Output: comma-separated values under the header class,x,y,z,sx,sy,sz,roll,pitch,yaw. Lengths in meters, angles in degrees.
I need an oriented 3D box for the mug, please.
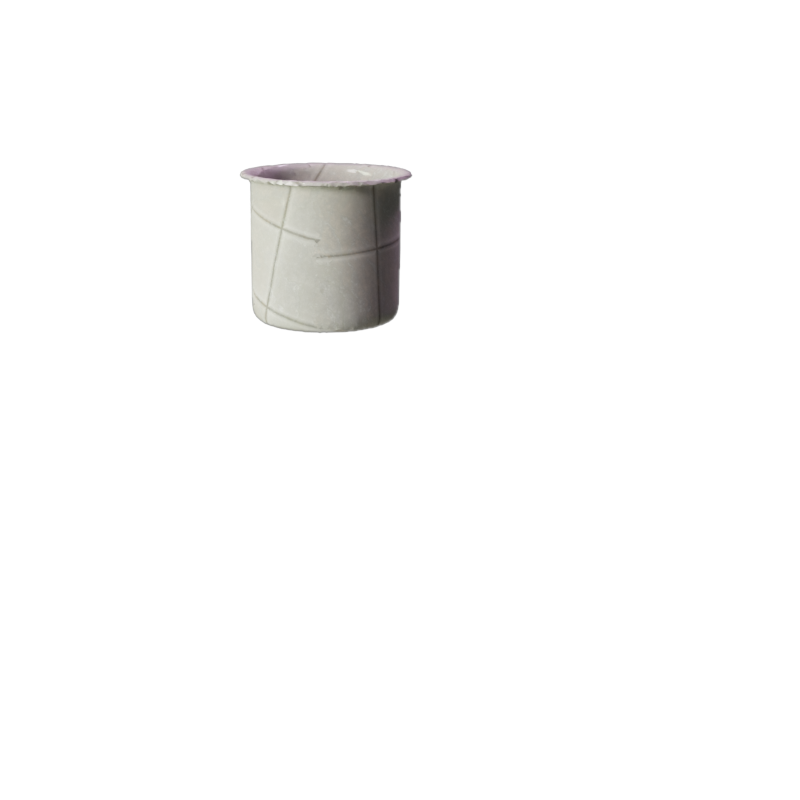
class,x,y,z,sx,sy,sz,roll,pitch,yaw
mug,-0.048,-0.088,0.617,0.091,0.079,0.124,-10,19,-35
